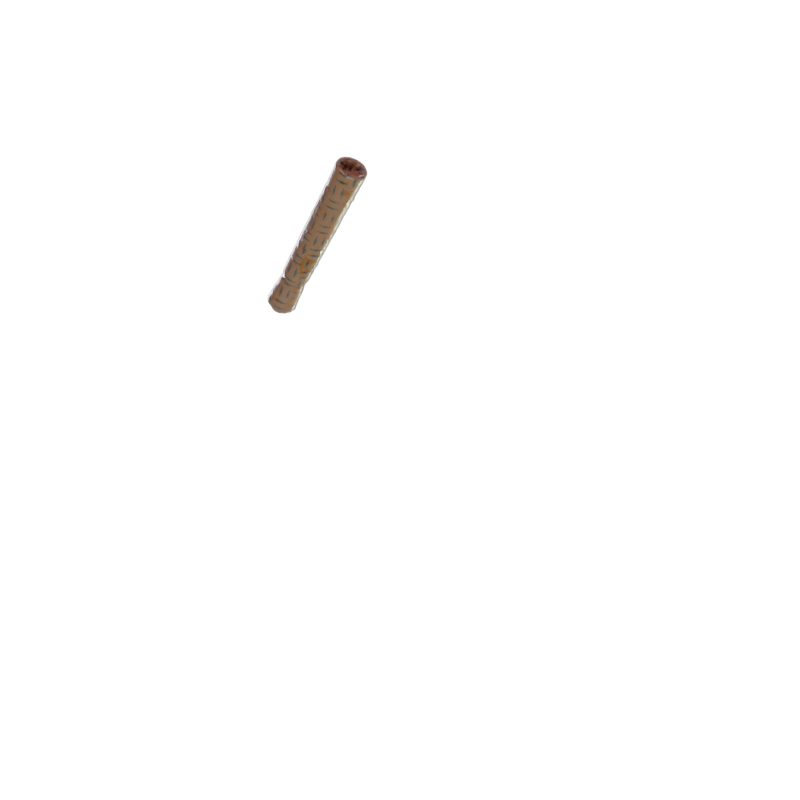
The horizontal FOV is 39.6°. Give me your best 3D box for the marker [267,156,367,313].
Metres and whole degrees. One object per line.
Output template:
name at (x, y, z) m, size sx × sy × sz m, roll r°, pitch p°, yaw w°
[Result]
marker at (-0.051, -0.093, 0.653) m, size 0.019 × 0.021 × 0.116 m, roll -1°, pitch -38°, yaw -33°
